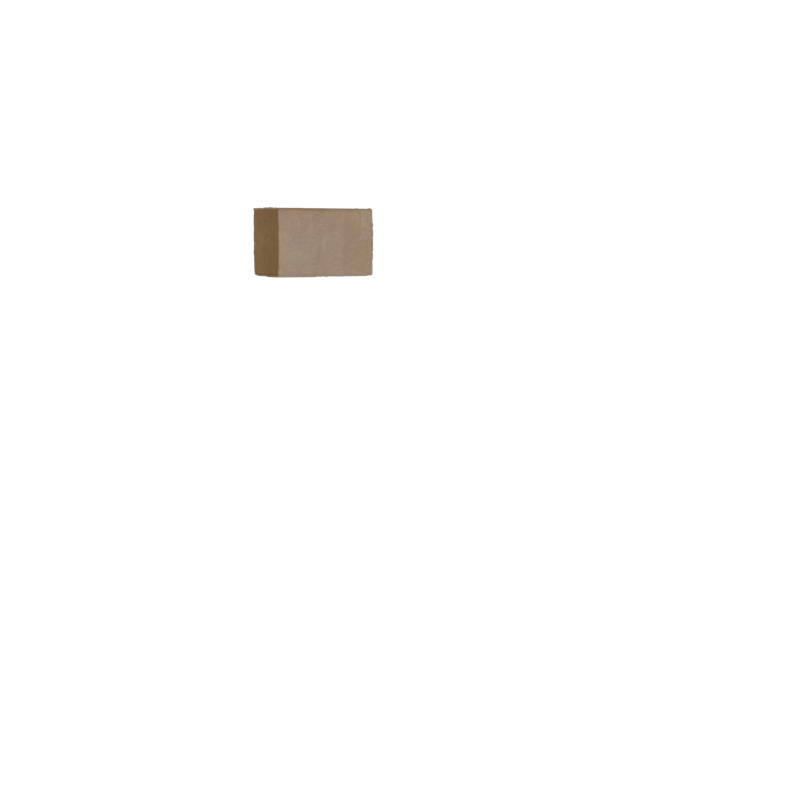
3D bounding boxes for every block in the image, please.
[{"bbox_3d":[-0.065,-0.118,0.825,0.076,0.051,0.055,-3,6,-24],"label":"block"}]
